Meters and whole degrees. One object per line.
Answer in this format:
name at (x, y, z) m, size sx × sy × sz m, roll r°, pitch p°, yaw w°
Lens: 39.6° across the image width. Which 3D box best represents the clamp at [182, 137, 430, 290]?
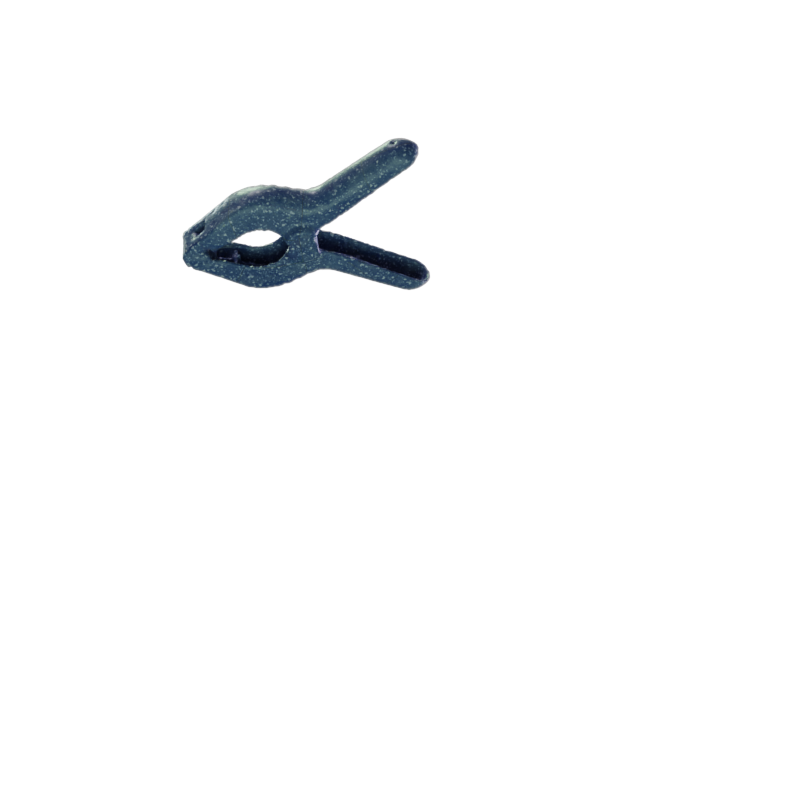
clamp at (-0.059, -0.108, 0.756) m, size 0.172 × 0.112 × 0.042 m, roll -13°, pitch 34°, yaw 8°
